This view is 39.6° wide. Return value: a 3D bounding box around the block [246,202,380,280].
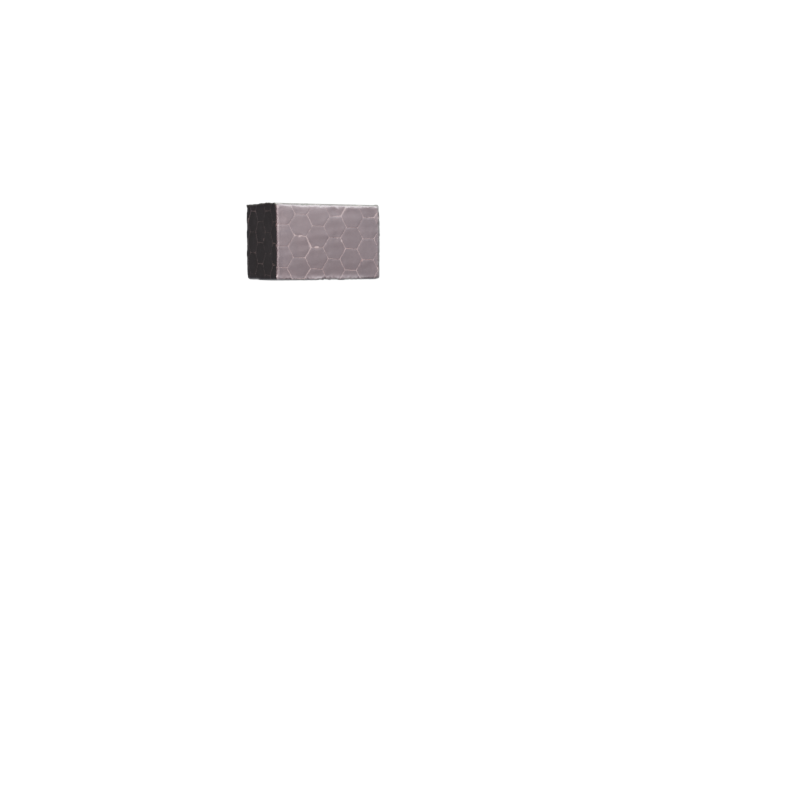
[{"bbox_3d":[-0.058,-0.107,0.747,0.076,0.051,0.055,-3,4,-27],"label":"block"}]
